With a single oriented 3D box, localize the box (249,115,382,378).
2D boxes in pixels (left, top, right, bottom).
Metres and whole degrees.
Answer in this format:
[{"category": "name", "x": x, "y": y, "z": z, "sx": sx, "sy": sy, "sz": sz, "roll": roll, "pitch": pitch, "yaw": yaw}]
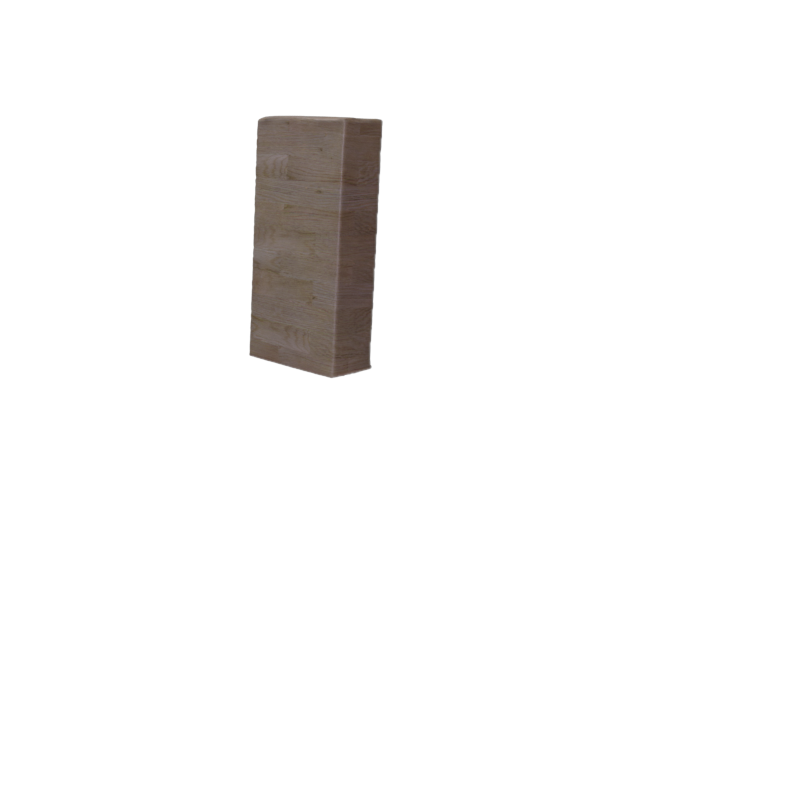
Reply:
[{"category": "box", "x": -0.062, "y": -0.112, "z": 0.782, "sx": 0.047, "sy": 0.173, "sz": 0.098, "roll": -7, "pitch": 12, "yaw": -45}]
